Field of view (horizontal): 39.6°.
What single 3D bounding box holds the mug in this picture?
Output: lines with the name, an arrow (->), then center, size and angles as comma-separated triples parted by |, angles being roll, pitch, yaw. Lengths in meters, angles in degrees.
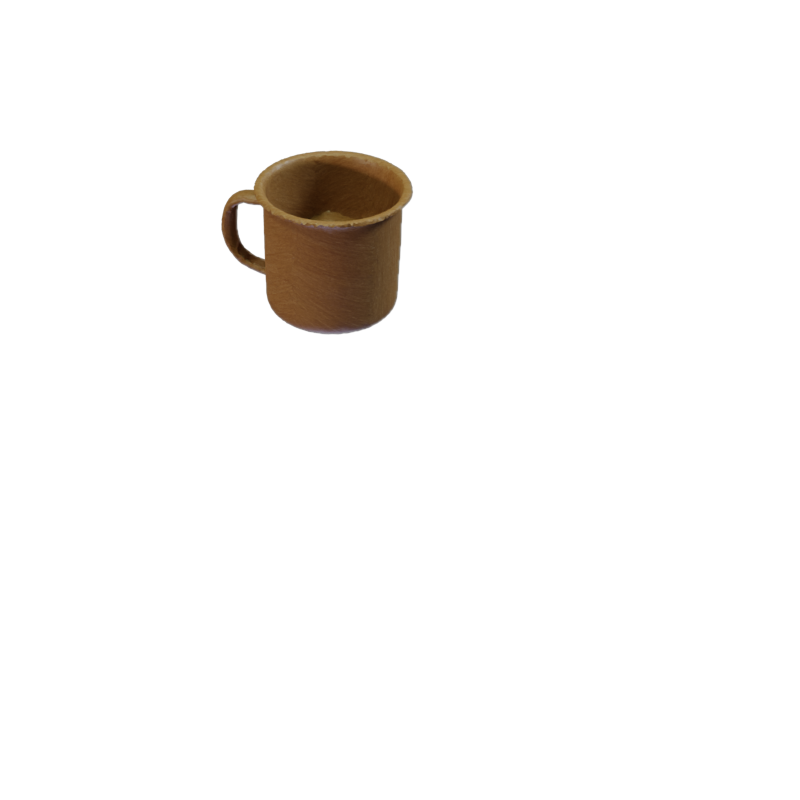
mug -> -0.052, -0.096, 0.670 | 0.119, 0.076, 0.098 | 9, 36, 11
